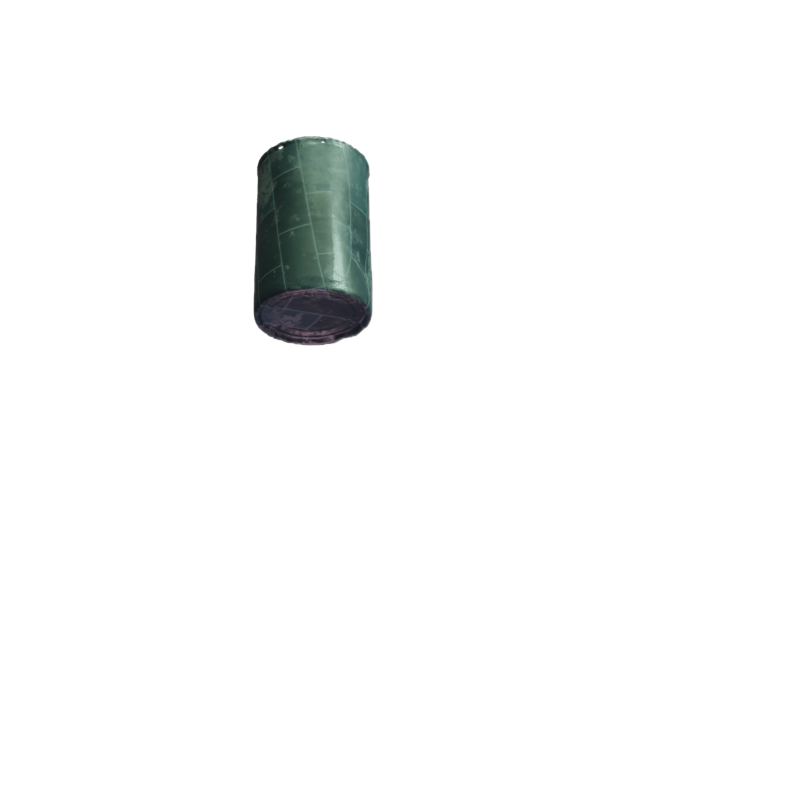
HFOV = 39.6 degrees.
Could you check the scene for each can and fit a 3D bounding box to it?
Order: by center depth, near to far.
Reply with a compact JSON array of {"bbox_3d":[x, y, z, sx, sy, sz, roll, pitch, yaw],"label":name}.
[{"bbox_3d":[-0.050,-0.091,0.639,0.068,0.109,0.064,0,-29,-2],"label":"can"}]
